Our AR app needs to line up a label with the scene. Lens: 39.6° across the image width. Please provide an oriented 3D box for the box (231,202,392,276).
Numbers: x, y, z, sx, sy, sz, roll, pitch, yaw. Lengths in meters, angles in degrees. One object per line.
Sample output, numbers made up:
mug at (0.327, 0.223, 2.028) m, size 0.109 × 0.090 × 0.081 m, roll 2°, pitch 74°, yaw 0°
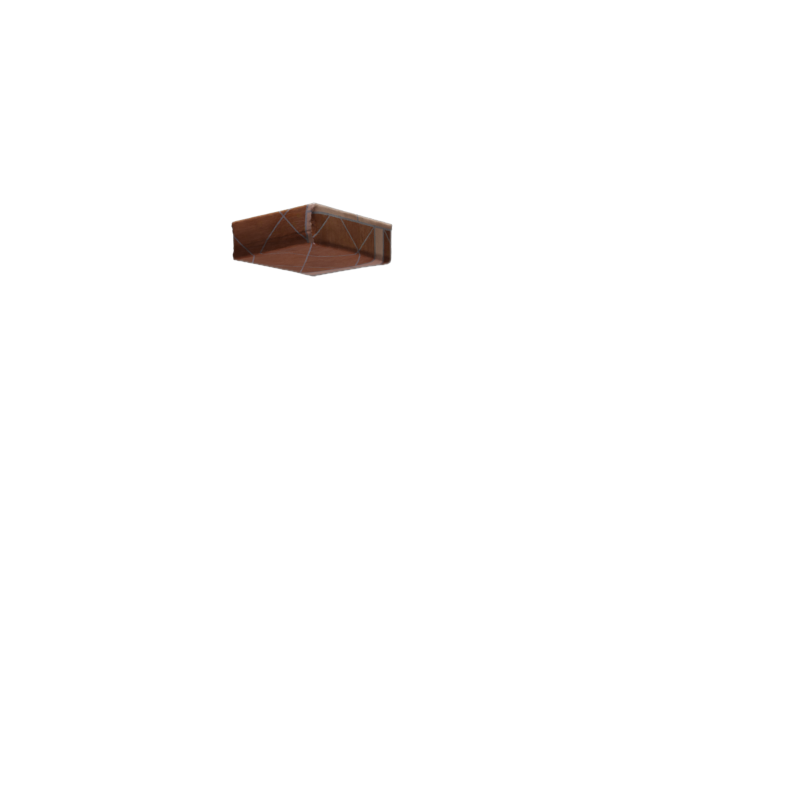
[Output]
box at (-0.073, -0.134, 0.939) m, size 0.092 × 0.040 × 0.108 m, roll -5°, pitch -8°, yaw 36°
